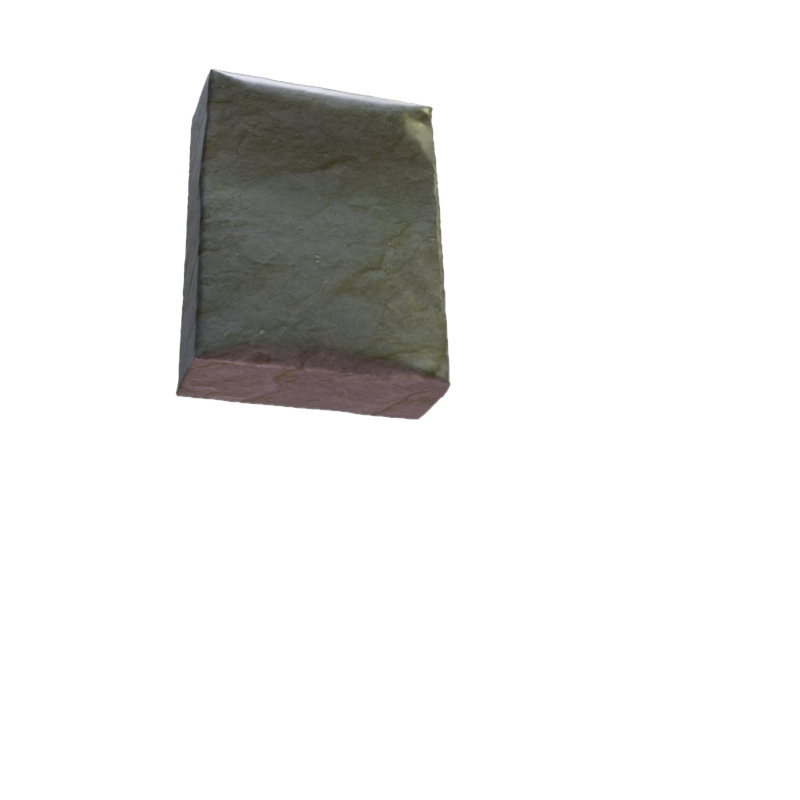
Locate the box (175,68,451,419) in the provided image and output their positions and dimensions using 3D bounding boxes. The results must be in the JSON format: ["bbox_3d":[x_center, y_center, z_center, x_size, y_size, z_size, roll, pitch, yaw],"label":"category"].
[{"bbox_3d":[-0.057,-0.104,0.729,0.160,0.227,0.069,6,-28,-16],"label":"box"}]
